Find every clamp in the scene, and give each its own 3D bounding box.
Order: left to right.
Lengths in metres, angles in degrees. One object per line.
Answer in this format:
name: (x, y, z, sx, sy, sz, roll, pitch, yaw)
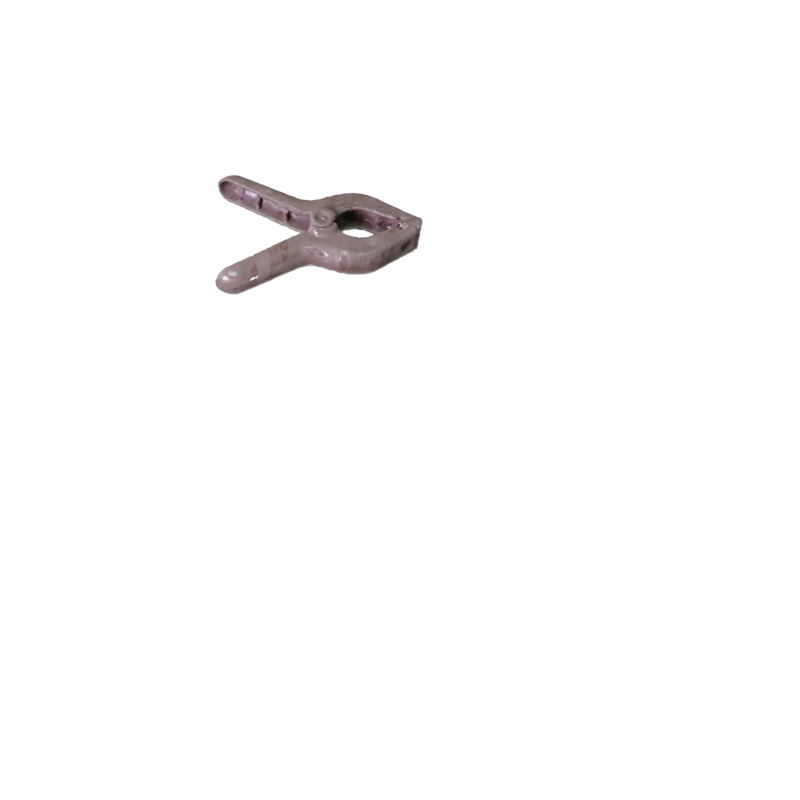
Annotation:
clamp: (-0.069, -0.127, 0.887, 0.172, 0.128, 0.037, 5, -34, 3)
